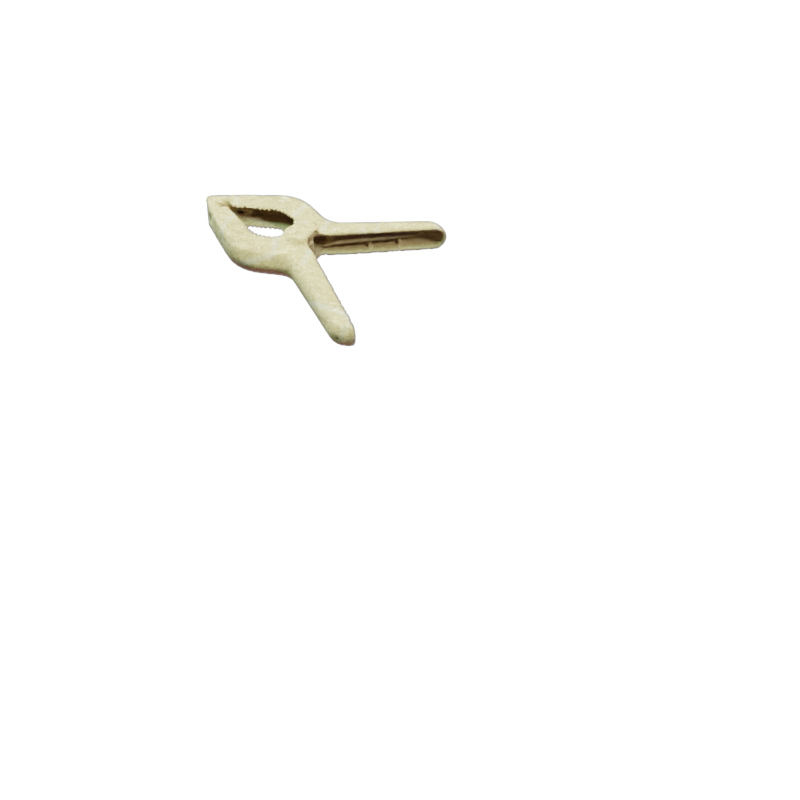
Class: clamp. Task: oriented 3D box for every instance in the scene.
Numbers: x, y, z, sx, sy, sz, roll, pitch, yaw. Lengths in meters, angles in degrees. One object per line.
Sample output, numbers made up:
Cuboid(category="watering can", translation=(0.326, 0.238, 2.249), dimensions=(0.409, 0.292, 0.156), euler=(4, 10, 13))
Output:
Cuboid(category="clamp", translation=(-0.076, -0.138, 0.969), dimensions=(0.222, 0.034, 0.167), euler=(29, 50, 27))
